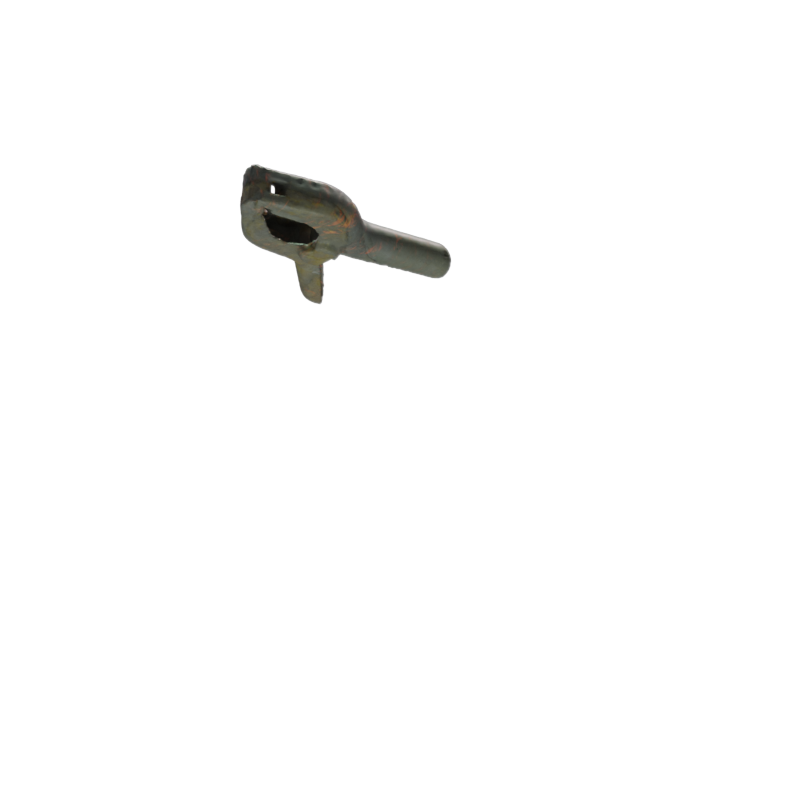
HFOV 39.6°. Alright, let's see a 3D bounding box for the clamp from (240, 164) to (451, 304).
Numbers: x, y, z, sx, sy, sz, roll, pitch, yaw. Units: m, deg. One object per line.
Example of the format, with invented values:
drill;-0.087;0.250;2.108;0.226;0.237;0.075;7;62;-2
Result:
clamp;-0.060;-0.109;0.761;0.121;0.042;0.160;-21;-33;36
